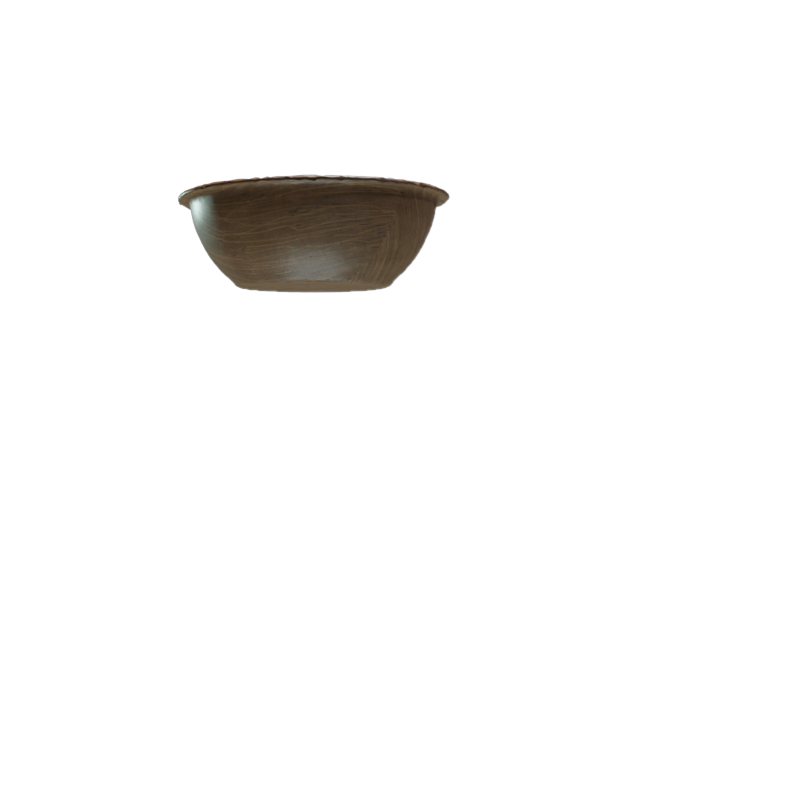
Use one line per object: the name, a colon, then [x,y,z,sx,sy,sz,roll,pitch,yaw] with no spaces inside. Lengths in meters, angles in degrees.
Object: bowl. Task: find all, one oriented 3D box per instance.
bowl: [-0.052,-0.094,0.660,0.162,0.055,0.161,0,1,-2]
